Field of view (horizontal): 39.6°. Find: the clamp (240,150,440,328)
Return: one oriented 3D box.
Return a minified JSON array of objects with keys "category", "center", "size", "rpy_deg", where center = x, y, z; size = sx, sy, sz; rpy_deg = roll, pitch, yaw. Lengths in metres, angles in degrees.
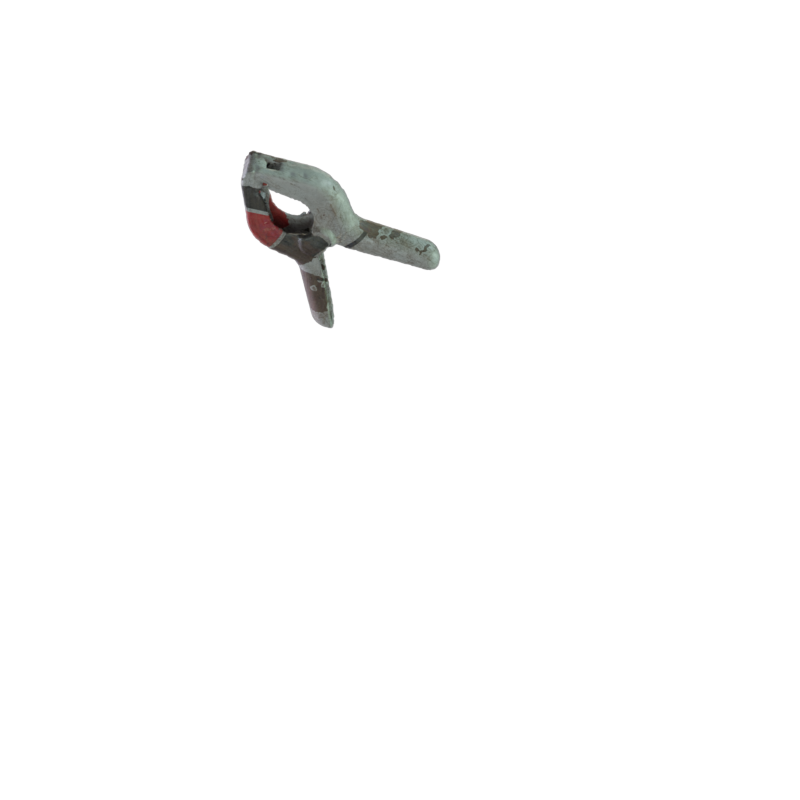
[{"category":"clamp","center":[-0.067,-0.122,0.858],"size":[0.163,0.042,0.118],"rpy_deg":[36,-61,-24]}]
